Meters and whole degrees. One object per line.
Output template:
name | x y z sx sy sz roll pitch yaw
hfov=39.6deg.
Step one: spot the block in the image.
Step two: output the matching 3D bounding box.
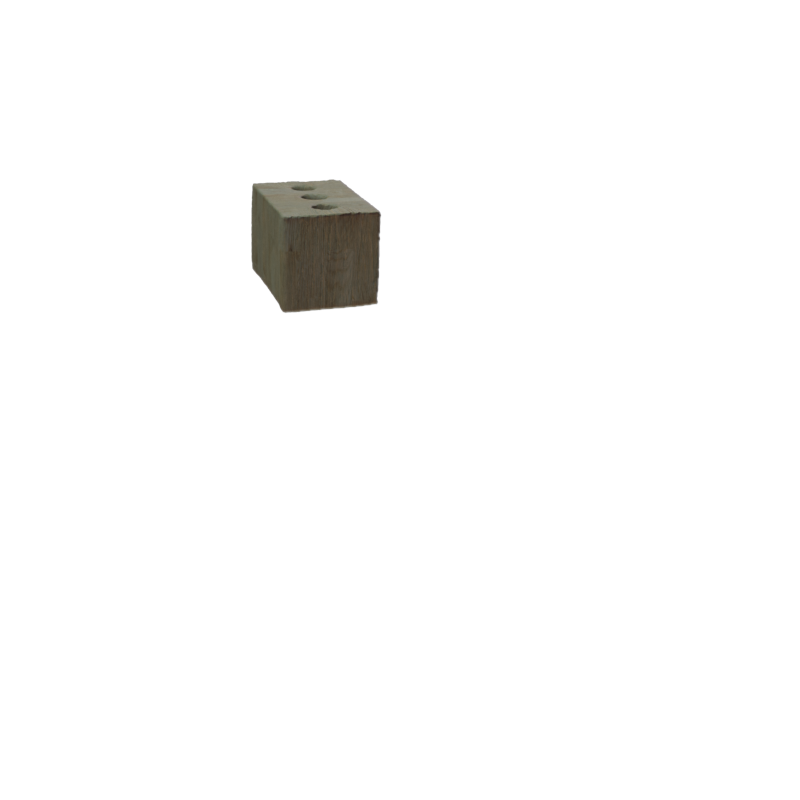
block | -0.046 -0.084 0.591 0.052 0.049 0.083 -6 22 -17
